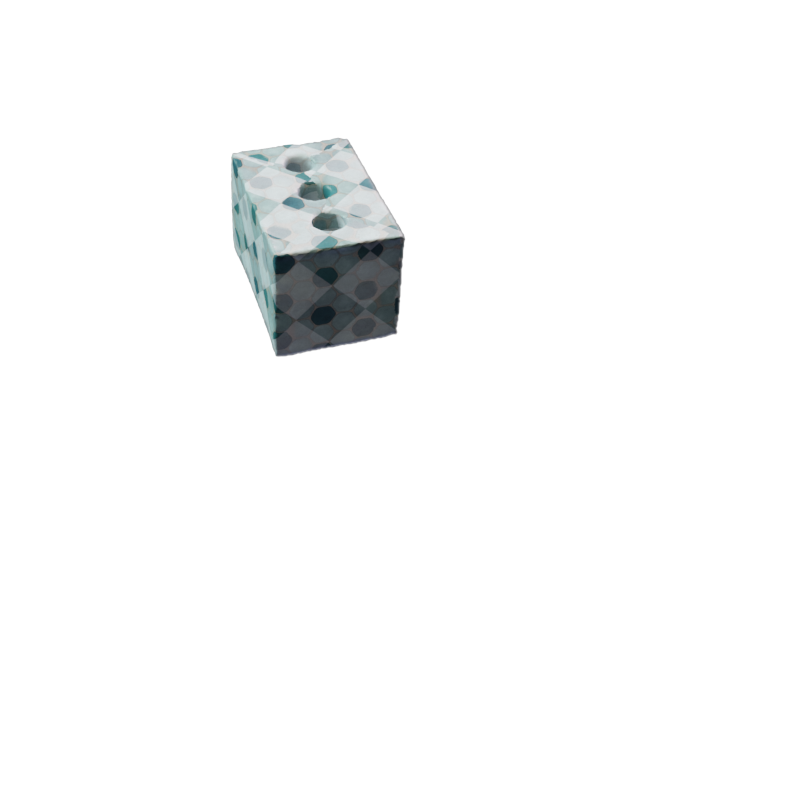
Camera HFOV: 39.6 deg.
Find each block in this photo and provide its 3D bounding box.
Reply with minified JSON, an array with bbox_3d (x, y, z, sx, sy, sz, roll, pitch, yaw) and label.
[{"bbox_3d":[-0.035,-0.065,0.453,0.052,0.048,0.084,-11,42,-15],"label":"block"}]
